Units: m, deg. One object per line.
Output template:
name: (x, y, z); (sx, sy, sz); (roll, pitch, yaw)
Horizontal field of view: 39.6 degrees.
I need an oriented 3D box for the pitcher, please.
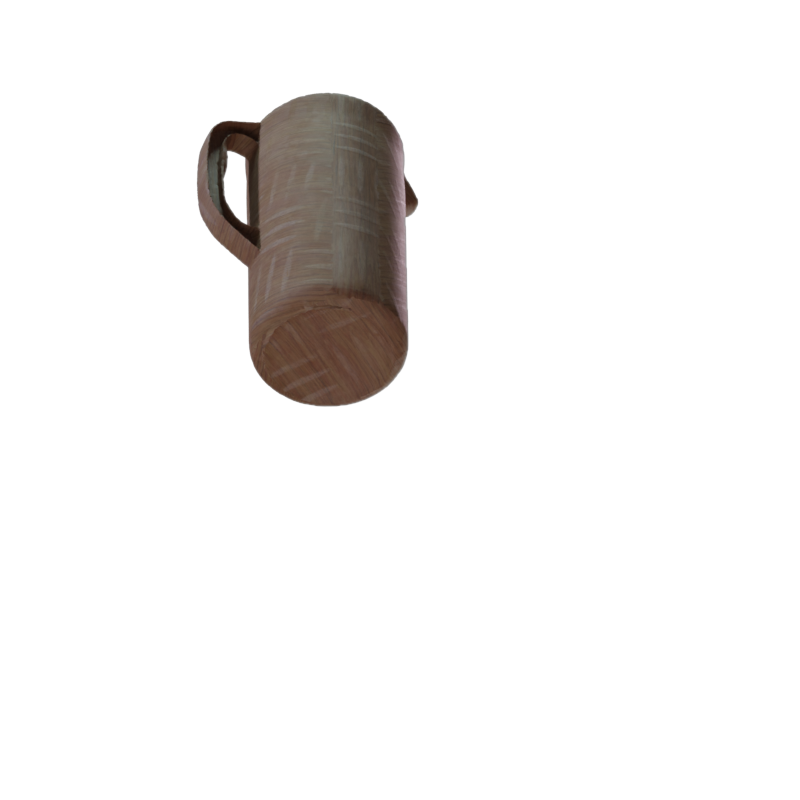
pitcher: (-0.065, -0.119, 0.830); (0.150, 0.134, 0.261); (-14, 41, 9)
